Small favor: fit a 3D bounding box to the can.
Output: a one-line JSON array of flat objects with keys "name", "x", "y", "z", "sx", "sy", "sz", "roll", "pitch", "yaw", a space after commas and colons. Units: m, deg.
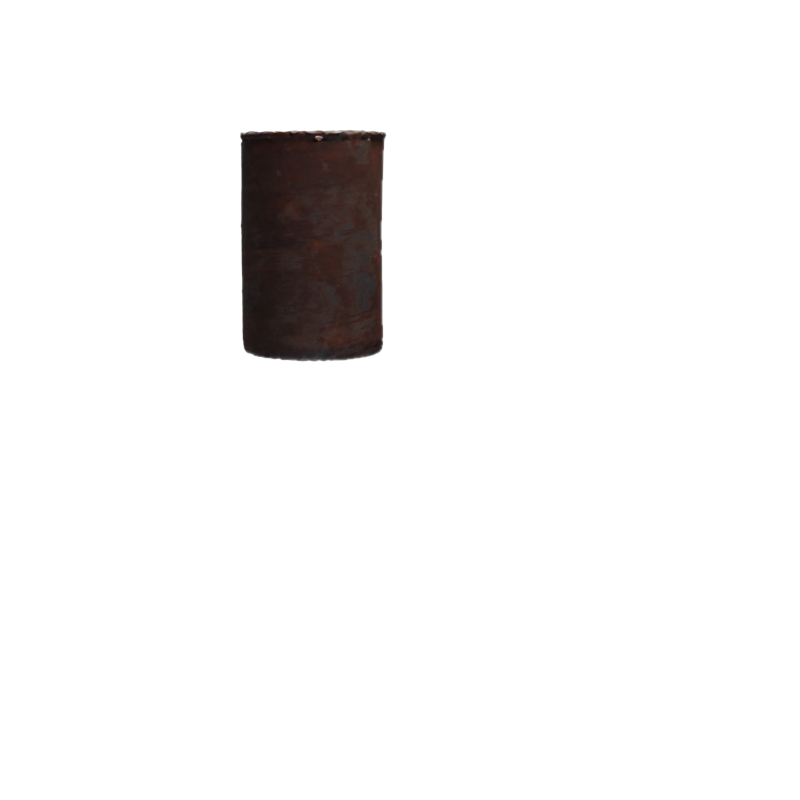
[{"name": "can", "x": -0.041, "y": -0.074, "z": 0.518, "sx": 0.068, "sy": 0.101, "sz": 0.070, "roll": 0, "pitch": 7, "yaw": -2}]
